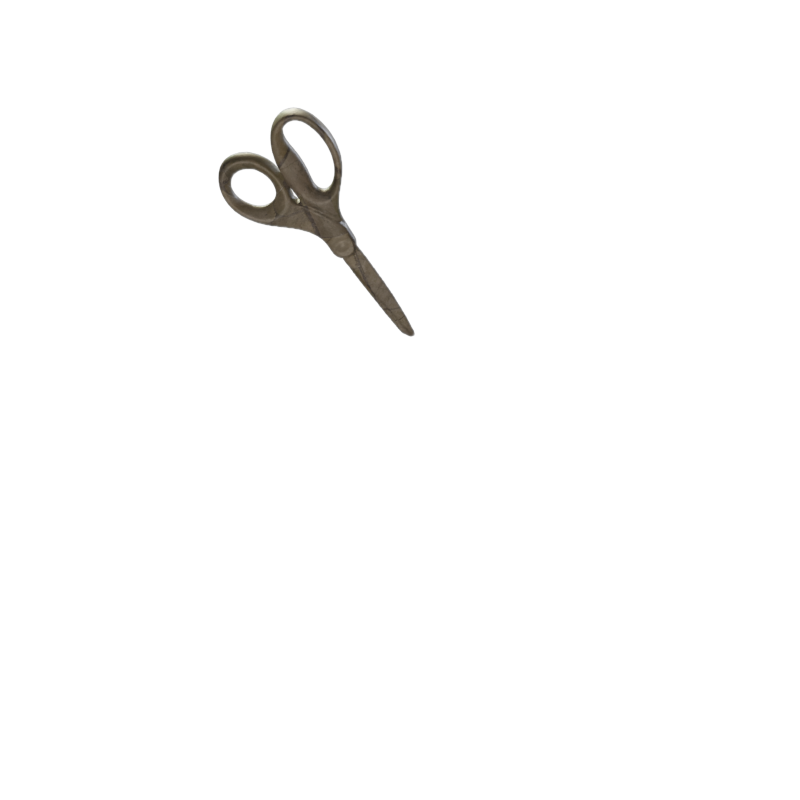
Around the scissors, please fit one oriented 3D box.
[{"bbox_3d":[-0.062,-0.113,0.794,0.097,0.188,0.017,-15,30,9],"label":"scissors"}]
